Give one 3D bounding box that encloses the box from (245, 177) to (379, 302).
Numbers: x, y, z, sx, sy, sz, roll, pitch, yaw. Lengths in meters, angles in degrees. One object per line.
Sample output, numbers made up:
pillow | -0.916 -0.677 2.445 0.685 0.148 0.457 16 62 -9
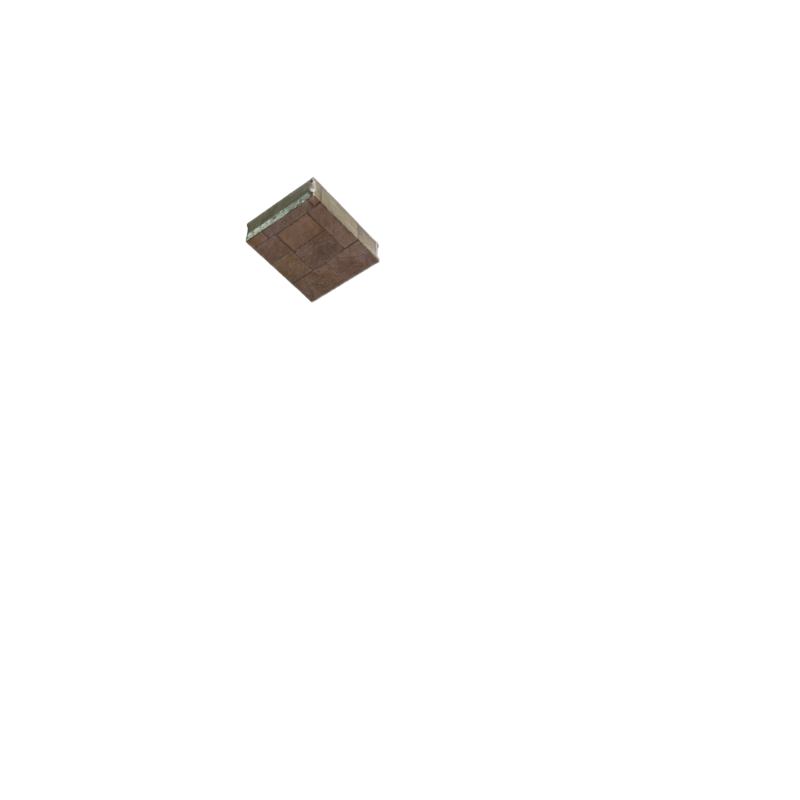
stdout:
box | -0.072 -0.131 0.916 0.073 0.032 0.084 -32 -56 24
